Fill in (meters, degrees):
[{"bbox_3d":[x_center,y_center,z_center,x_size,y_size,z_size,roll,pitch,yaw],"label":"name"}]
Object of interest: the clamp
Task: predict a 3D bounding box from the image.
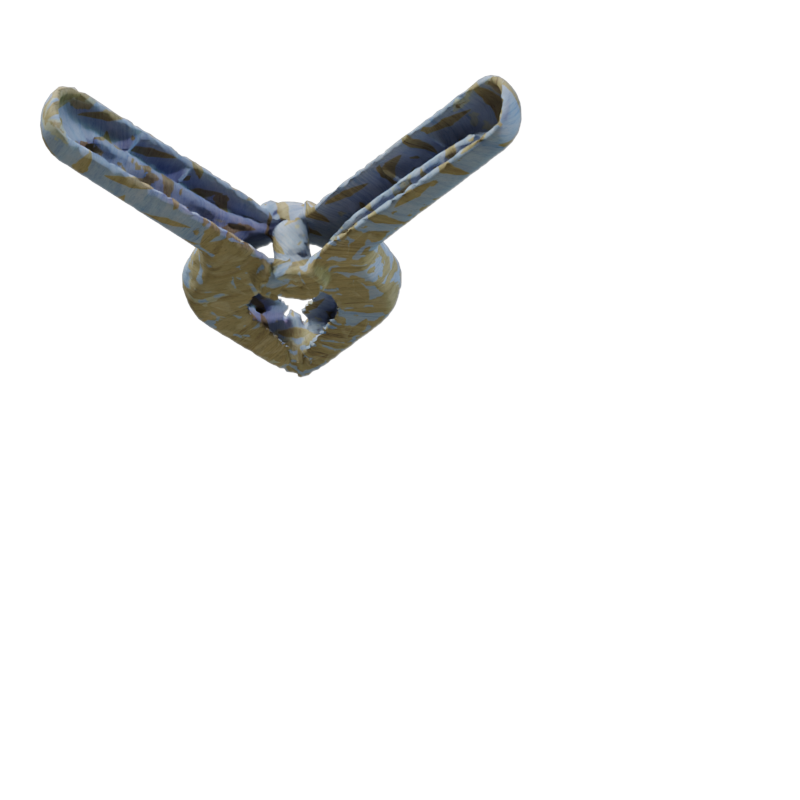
[{"bbox_3d":[-0.036,-0.065,0.454,0.166,0.039,0.197,-2,-24,5],"label":"clamp"}]
